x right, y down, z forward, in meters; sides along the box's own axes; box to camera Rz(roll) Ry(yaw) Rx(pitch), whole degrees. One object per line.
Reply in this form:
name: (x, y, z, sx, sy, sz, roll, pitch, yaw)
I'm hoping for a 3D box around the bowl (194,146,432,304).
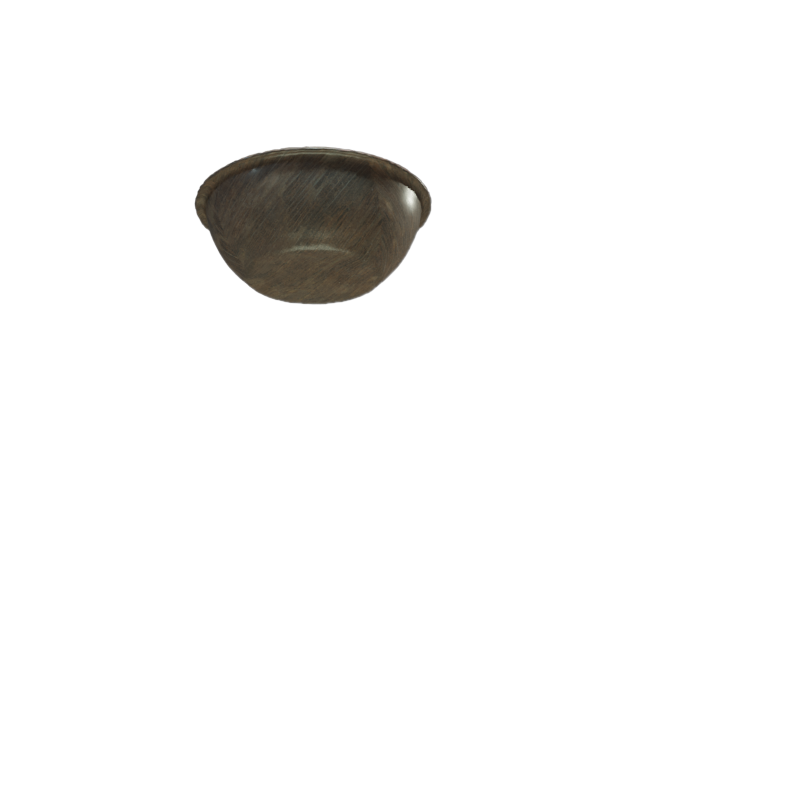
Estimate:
bowl: (-0.059, -0.107, 0.748, 0.162, 0.058, 0.154, 0, -20, -2)
